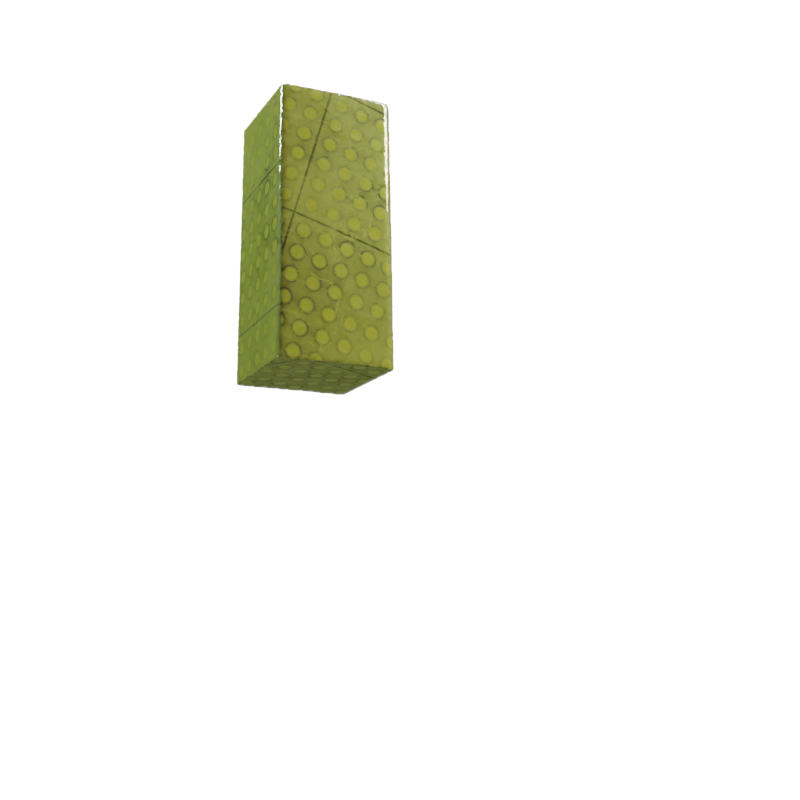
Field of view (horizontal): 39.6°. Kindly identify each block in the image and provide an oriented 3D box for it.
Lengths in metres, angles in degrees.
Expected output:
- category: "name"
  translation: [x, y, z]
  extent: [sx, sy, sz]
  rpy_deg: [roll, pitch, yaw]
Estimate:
- category: "block"
  translation: [-0.064, -0.118, 0.826]
  extent: [0.087, 0.216, 0.090]
  rpy_deg: [7, -21, -24]
